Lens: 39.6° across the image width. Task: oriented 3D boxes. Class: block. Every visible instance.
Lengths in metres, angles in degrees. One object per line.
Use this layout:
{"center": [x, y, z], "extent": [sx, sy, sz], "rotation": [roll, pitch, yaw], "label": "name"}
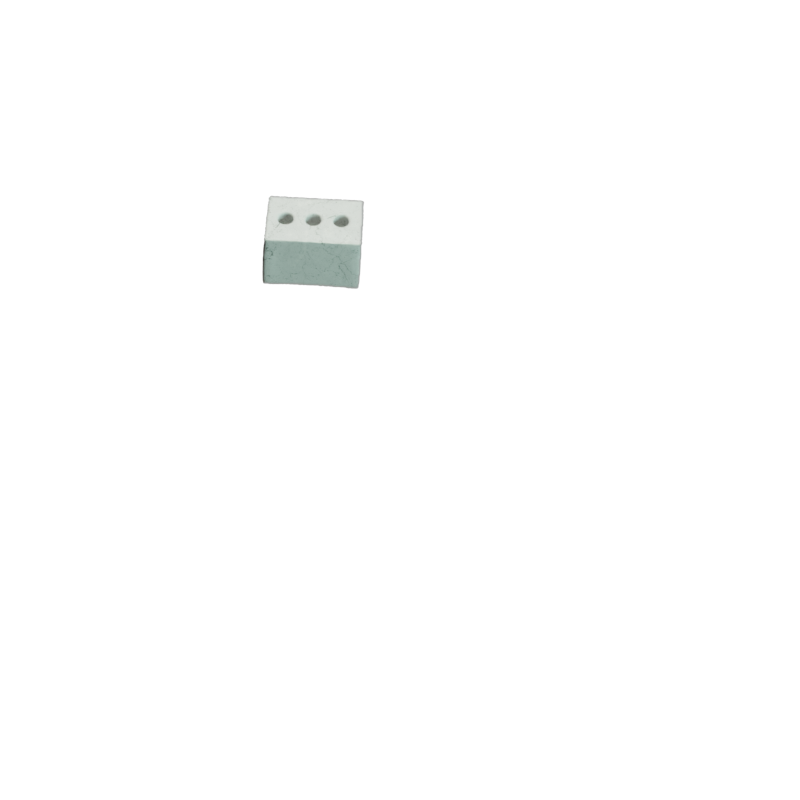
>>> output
{"center": [-0.069, -0.126, 0.883], "extent": [0.078, 0.056, 0.048], "rotation": [2, -40, 1], "label": "block"}
